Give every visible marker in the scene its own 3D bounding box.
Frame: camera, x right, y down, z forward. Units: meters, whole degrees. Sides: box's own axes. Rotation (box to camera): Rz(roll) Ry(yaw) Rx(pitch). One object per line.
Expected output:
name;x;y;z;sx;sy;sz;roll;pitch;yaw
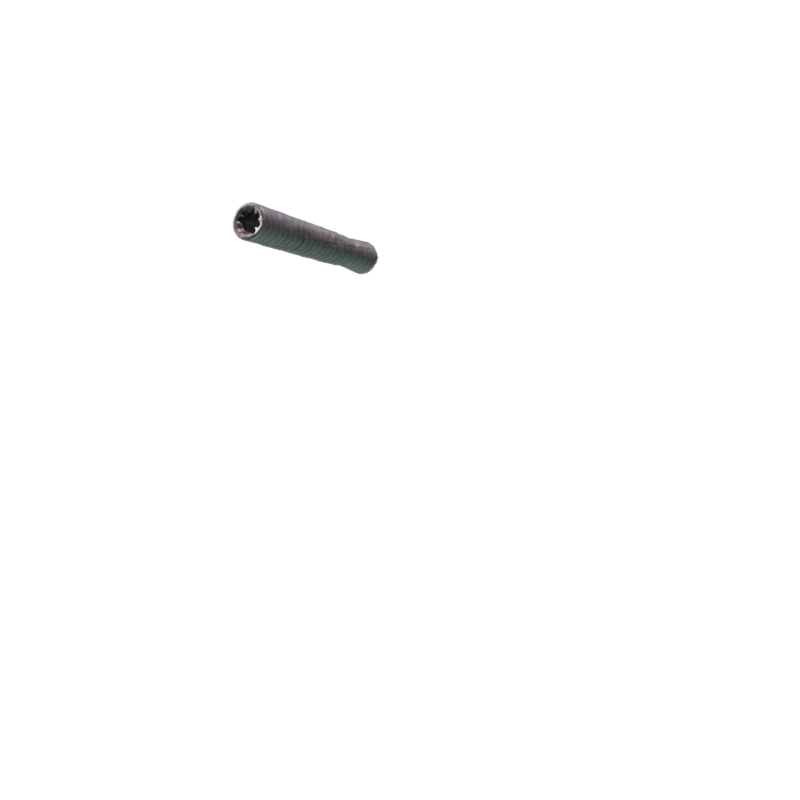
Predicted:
marker;-0.045;-0.083;0.579;0.020;0.020;0.115;2;-2;29
